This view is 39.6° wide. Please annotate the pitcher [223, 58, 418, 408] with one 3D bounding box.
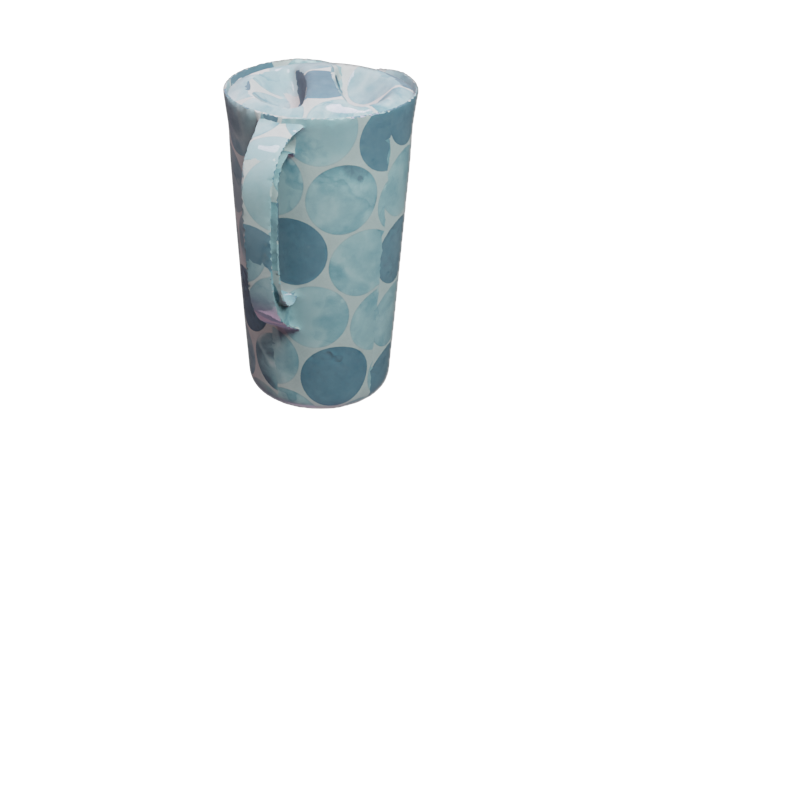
[{"bbox_3d":[-0.063,-0.114,0.801,0.147,0.229,0.156,-12,31,-23],"label":"pitcher"}]
